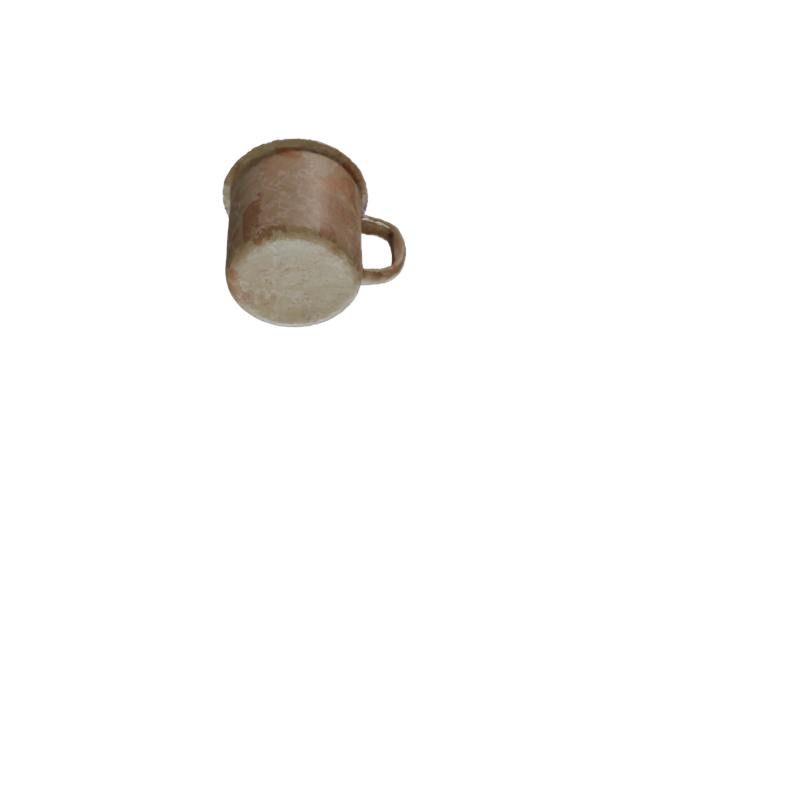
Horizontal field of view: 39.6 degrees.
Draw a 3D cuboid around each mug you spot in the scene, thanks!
[{"bbox_3d":[-0.053,-0.097,0.681,0.115,0.087,0.089,11,-46,-13],"label":"mug"}]
